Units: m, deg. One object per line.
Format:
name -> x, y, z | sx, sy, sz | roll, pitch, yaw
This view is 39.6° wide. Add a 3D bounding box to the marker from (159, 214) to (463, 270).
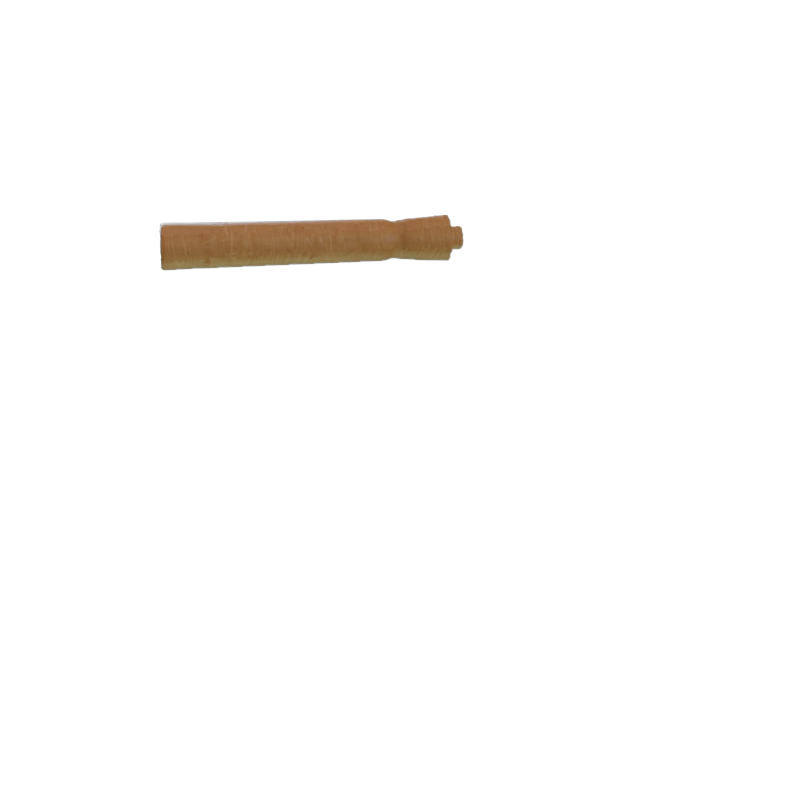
marker -> -0.035, -0.063, 0.442 | 0.120, 0.020, 0.020 | -3, 5, -7
